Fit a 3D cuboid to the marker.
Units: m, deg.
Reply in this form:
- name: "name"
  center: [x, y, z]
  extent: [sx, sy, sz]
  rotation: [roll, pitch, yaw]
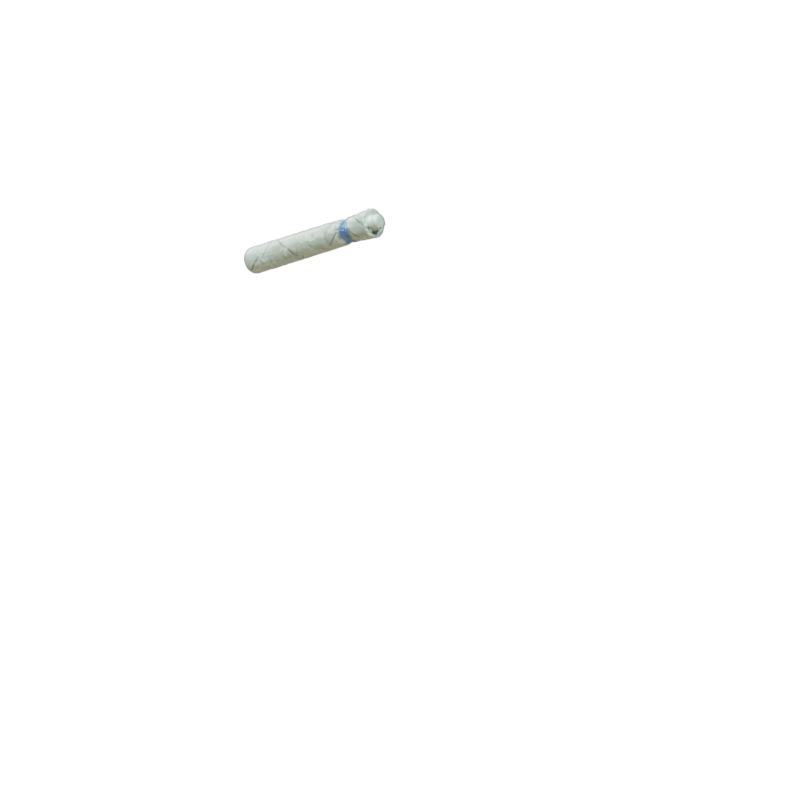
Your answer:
- name: "marker"
  center: [-0.057, -0.103, 0.723]
  extent: [0.123, 0.020, 0.019]
  rotation: [-9, -4, 43]
